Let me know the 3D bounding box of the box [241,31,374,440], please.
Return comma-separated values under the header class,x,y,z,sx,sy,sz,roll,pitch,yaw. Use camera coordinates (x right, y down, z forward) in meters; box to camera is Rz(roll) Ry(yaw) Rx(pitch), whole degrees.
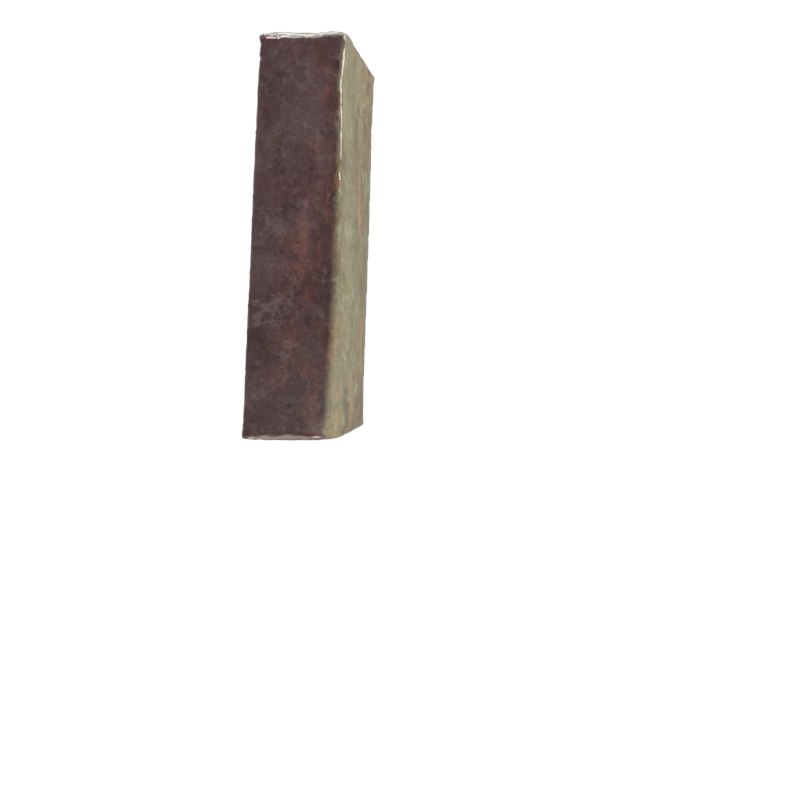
class,x,y,z,sx,sy,sz,roll,pitch,yaw
box,-0.041,-0.073,0.514,0.049,0.178,0.091,-1,-3,8
